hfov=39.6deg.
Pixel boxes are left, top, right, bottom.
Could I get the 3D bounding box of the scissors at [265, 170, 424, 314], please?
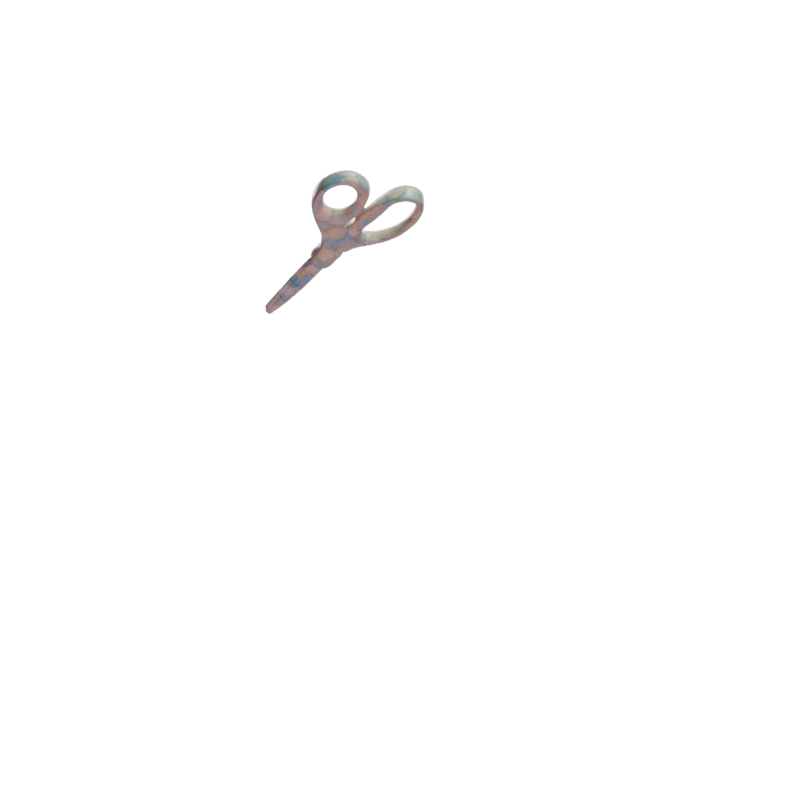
[{"bbox_3d":[-0.071,-0.130,0.910,0.202,0.017,0.090,-25,-40,33],"label":"scissors"}]
